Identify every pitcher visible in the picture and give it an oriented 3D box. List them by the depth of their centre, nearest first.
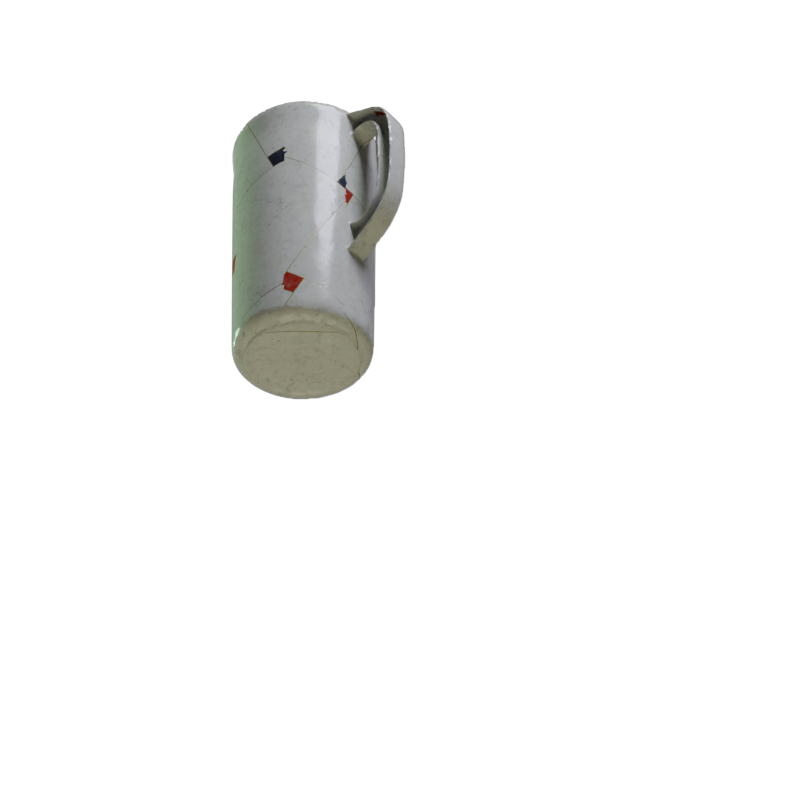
[{"bbox_3d":[-0.071,-0.130,0.911,0.144,0.261,0.139,1,-42,-5],"label":"pitcher"}]
